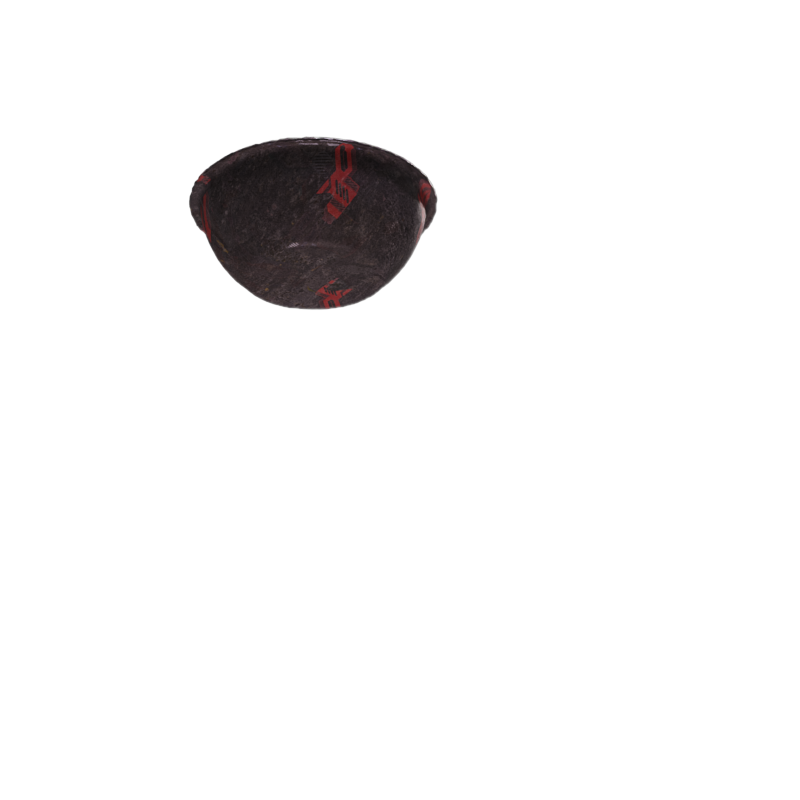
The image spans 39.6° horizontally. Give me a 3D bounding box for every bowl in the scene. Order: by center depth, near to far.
[{"bbox_3d":[-0.056,-0.102,0.712,0.162,0.058,0.153,1,-23,-2],"label":"bowl"}]
